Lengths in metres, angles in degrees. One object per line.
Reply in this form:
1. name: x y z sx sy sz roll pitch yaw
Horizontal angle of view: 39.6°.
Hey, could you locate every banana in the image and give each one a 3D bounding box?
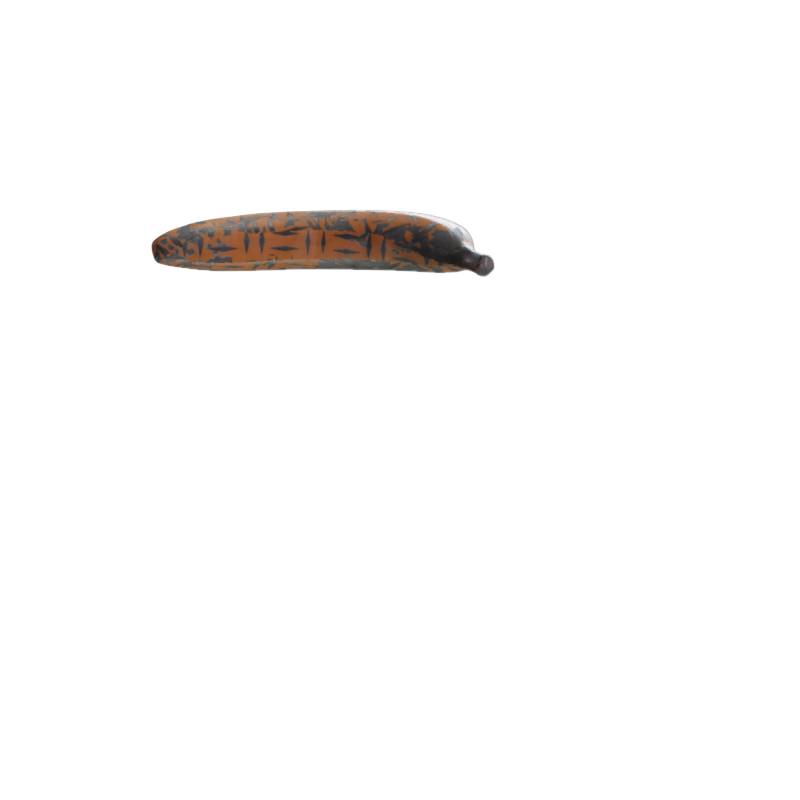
1. banana: -0.043 -0.093 0.651 0.201 0.036 0.069 2 8 12
